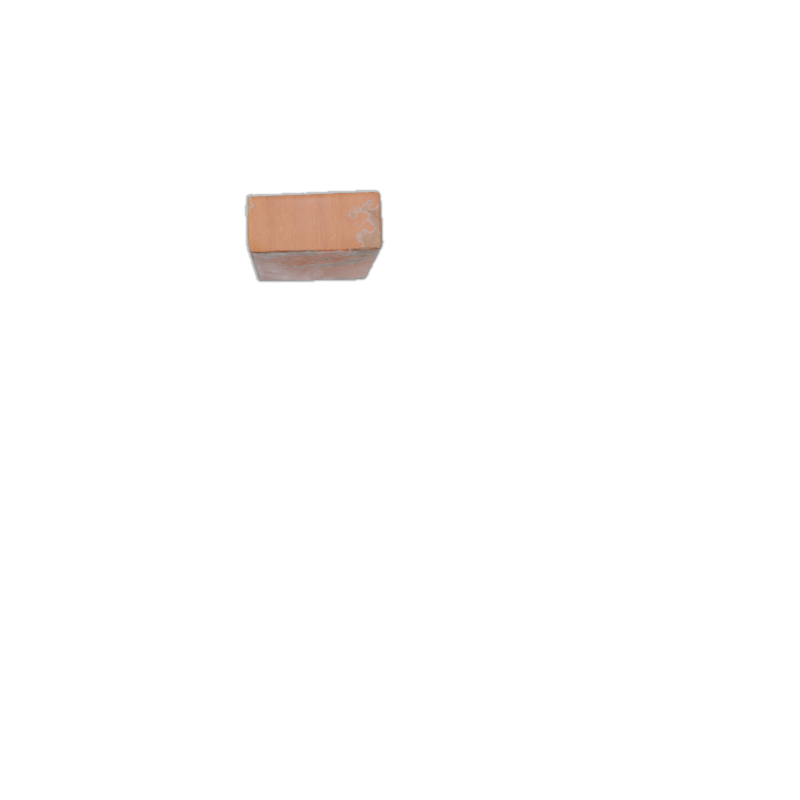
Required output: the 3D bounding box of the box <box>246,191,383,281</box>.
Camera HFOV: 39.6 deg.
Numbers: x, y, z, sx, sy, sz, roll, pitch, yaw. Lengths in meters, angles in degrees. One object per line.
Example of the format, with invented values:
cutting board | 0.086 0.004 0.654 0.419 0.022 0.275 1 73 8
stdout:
box | -0.065 -0.118 0.829 0.093 0.048 0.176 -2 2 -3
